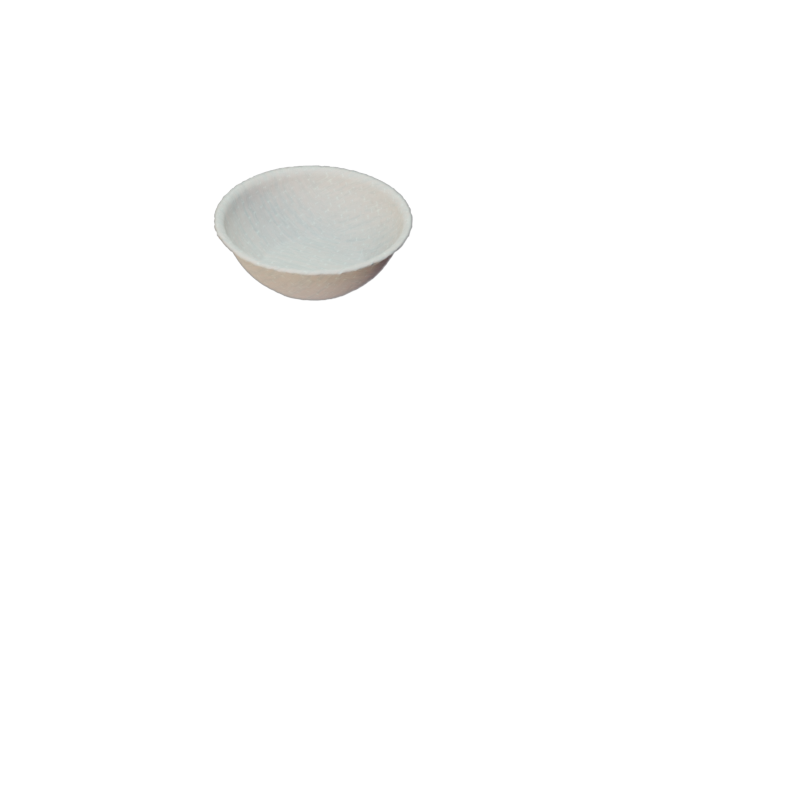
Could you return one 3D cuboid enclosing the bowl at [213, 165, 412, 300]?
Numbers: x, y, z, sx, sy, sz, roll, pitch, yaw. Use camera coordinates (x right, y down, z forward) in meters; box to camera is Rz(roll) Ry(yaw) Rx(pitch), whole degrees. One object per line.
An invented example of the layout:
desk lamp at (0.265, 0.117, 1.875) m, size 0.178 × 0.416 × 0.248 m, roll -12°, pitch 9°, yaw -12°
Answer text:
bowl at (-0.072, -0.131, 0.915) m, size 0.162 × 0.051 × 0.174 m, roll -1°, pitch 40°, yaw -2°
